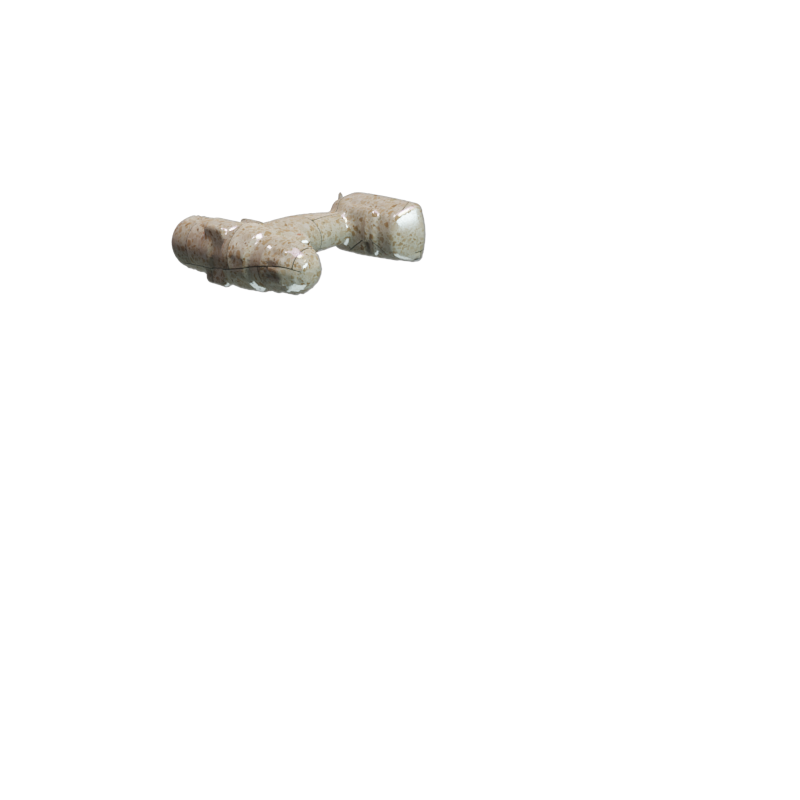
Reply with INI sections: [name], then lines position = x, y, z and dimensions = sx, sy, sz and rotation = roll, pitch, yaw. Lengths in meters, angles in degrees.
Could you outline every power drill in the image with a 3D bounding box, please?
[power drill]
position = -0.072, -0.131, 0.921
dimensions = 0.183, 0.055, 0.195
rotation = -14, 23, -36
